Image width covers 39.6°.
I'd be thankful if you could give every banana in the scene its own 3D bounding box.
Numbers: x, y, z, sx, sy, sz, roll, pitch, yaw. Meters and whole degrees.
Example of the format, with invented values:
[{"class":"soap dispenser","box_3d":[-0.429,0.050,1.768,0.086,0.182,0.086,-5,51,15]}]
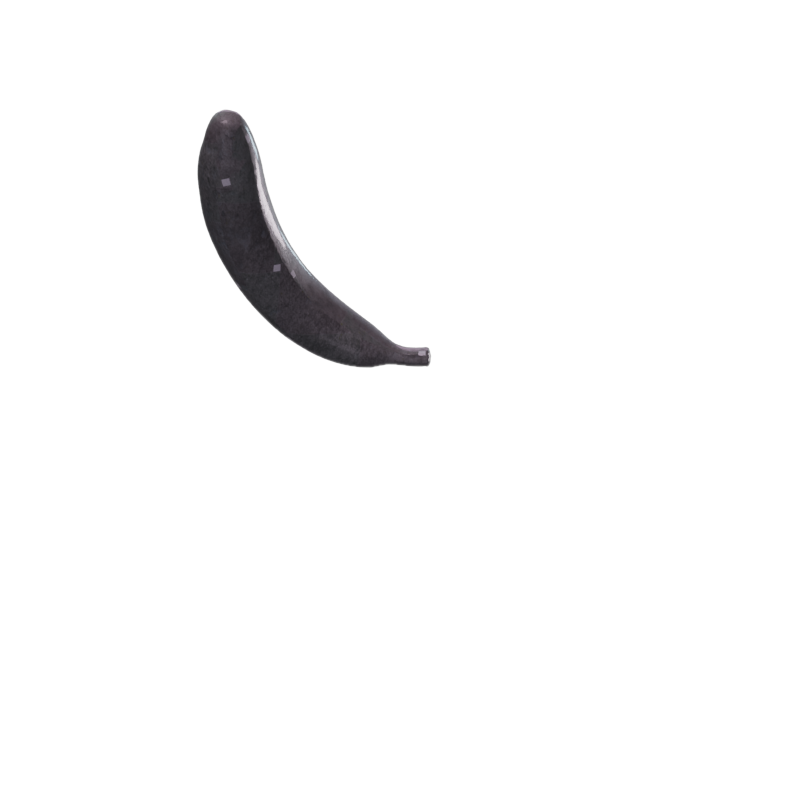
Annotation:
[{"class":"banana","box_3d":[-0.061,-0.076,0.607,0.070,0.039,0.184,-27,-54,21]}]
